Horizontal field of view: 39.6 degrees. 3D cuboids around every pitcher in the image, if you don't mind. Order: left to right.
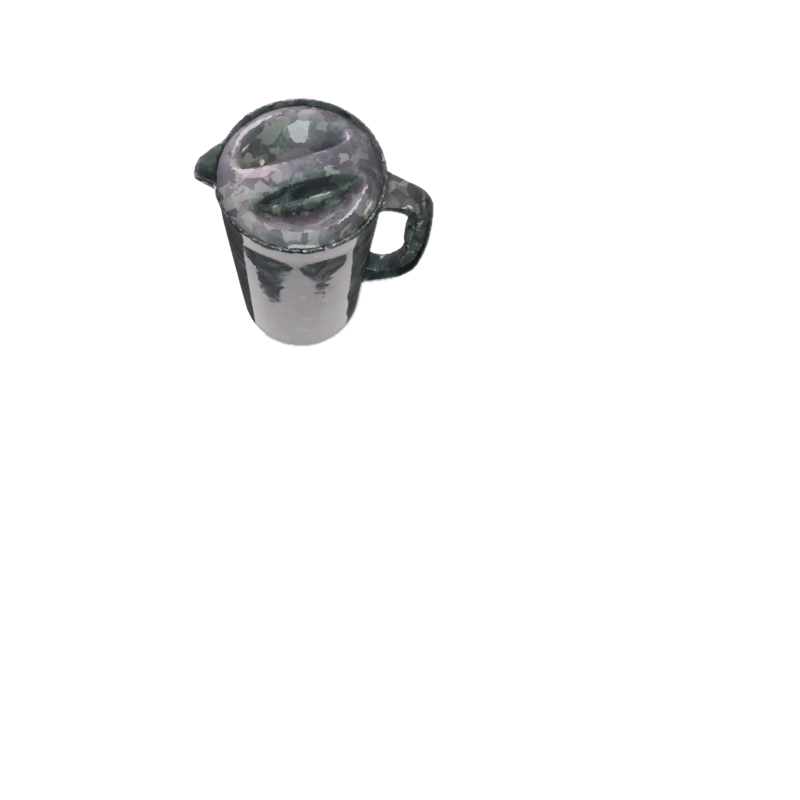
[{"bbox_3d":[-0.074,-0.134,0.939,0.145,0.156,0.231,-35,-15,-15],"label":"pitcher"}]
